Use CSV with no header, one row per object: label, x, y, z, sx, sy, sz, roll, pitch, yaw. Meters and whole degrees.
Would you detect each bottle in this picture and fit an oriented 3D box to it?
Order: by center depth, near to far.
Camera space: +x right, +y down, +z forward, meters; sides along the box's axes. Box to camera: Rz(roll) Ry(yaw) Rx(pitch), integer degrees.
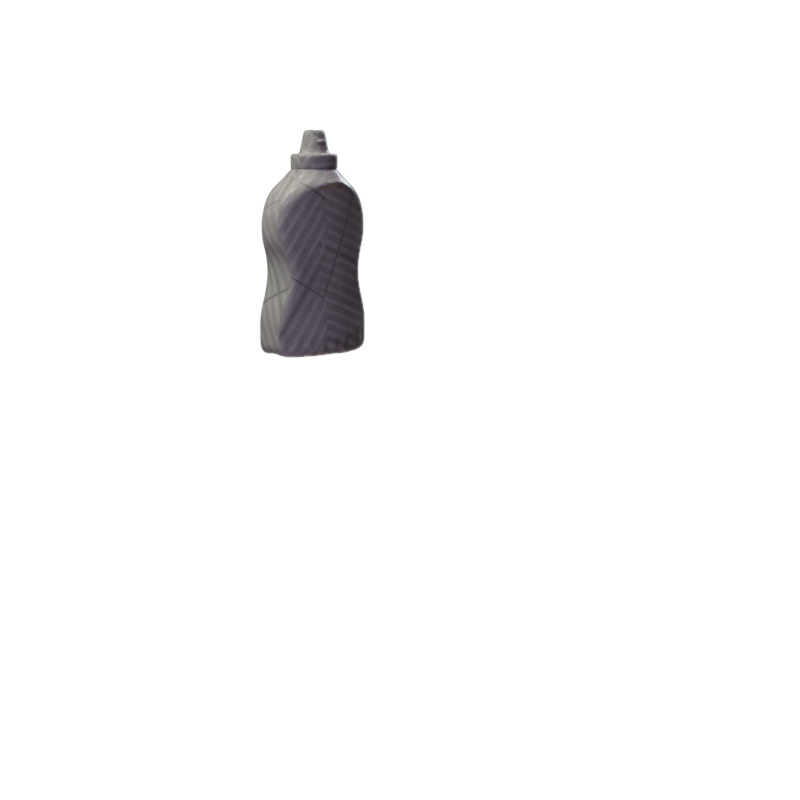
bottle,-0.075,-0.137,0.957,0.093,0.190,0.061,-3,5,-38
